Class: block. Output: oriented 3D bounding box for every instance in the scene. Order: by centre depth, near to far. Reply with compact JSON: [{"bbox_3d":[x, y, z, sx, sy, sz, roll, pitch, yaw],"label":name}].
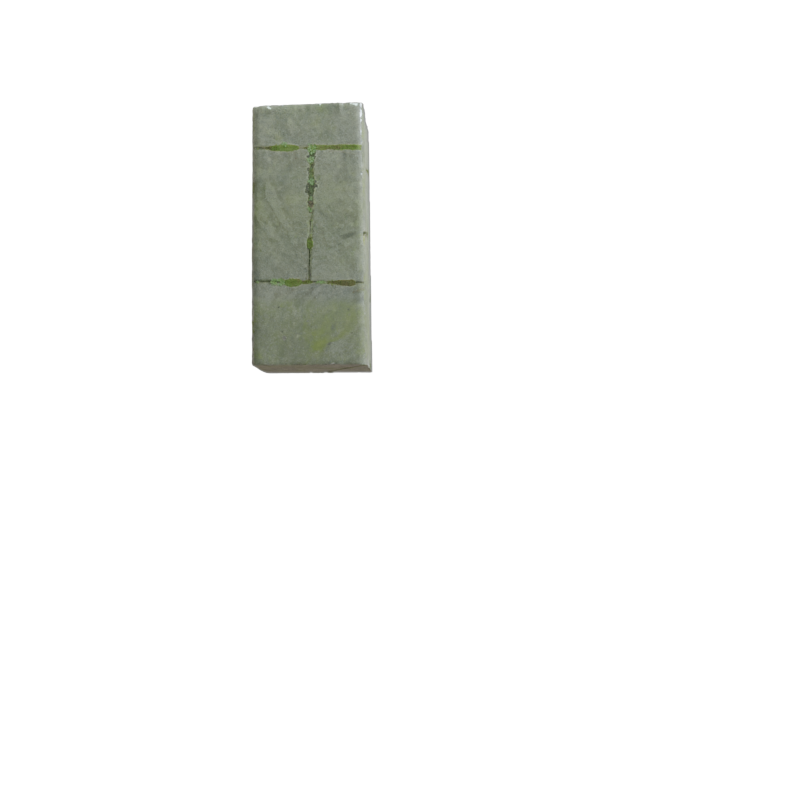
[{"bbox_3d":[-0.071,-0.128,0.899,0.091,0.211,0.087,-1,-9,4],"label":"block"}]
